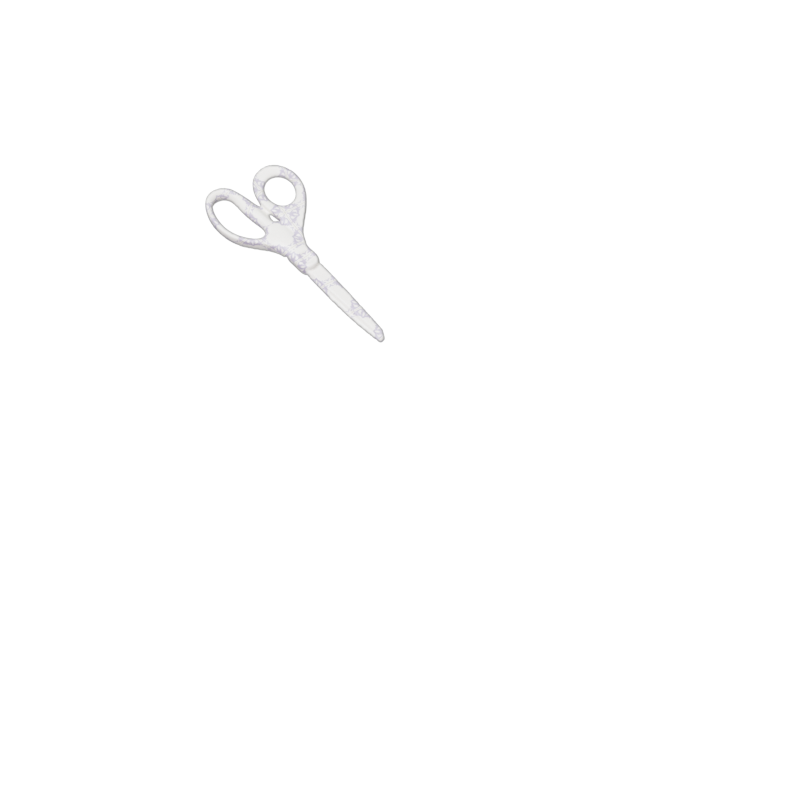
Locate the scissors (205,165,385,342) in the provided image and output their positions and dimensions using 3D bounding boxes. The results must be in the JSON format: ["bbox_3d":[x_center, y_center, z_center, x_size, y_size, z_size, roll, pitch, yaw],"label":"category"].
[{"bbox_3d":[-0.074,-0.135,0.943,0.210,0.098,0.015,31,-26,17],"label":"scissors"}]
